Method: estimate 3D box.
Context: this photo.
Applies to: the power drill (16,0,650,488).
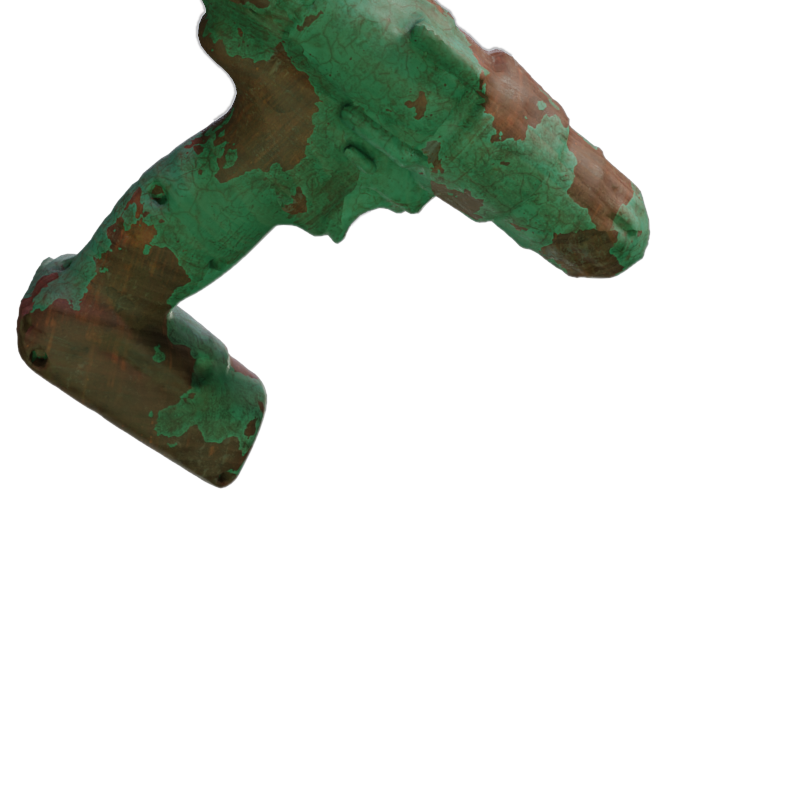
[{"bbox_3d":[-0.031,-0.056,0.395,0.177,0.185,0.061,37,20,-16],"label":"power drill"}]
